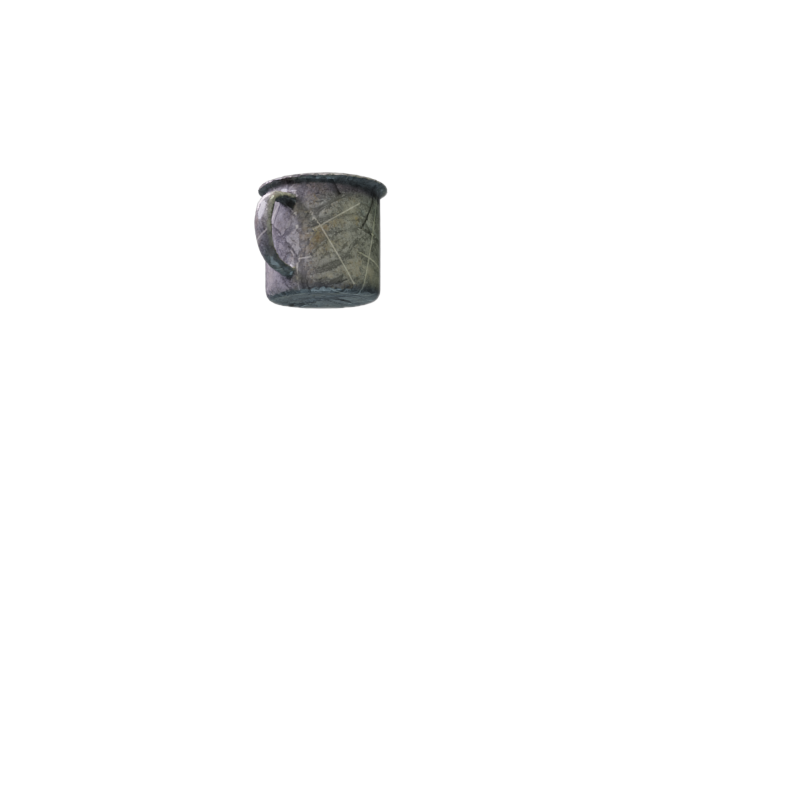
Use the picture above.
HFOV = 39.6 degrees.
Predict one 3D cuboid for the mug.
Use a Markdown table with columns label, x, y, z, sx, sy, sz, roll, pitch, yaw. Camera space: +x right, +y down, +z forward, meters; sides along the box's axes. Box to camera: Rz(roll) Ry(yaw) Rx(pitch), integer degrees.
| label | x | y | z | sx | sy | sz | roll | pitch | yaw |
| --- | --- | --- | --- | --- | --- | --- | --- | --- | --- |
| mug | -0.061 | -0.111 | 0.779 | 0.096 | 0.084 | 0.111 | -5 | -9 | 31 |
